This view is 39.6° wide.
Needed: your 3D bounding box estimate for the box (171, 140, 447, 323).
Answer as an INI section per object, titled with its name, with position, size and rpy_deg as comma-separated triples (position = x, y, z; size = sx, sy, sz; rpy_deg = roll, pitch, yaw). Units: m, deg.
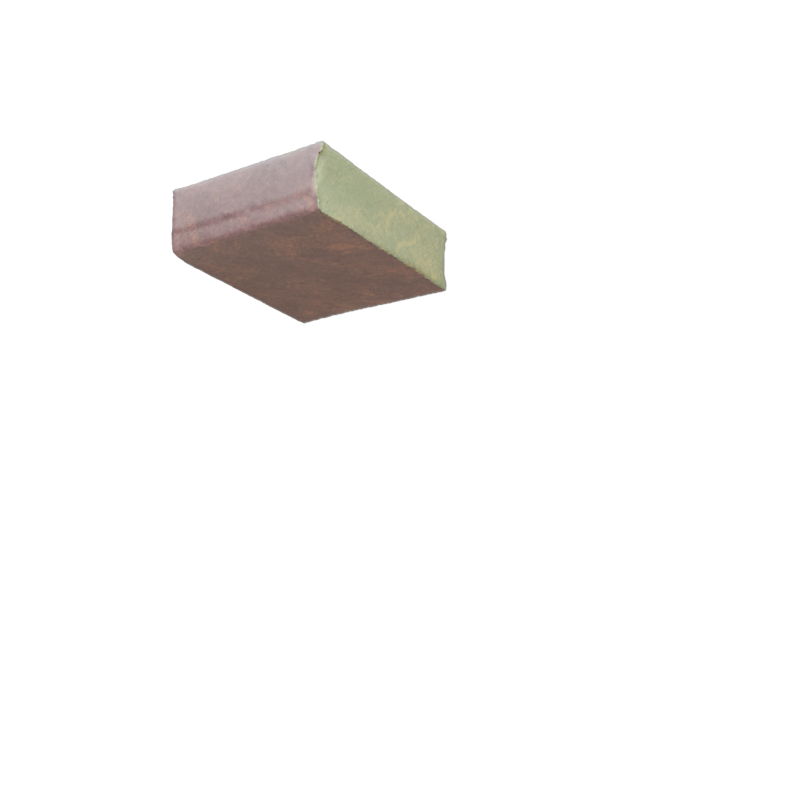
[box]
position = -0.042, -0.077, 0.540
size = 0.091, 0.041, 0.106
rpy_deg = -12, -21, 32
